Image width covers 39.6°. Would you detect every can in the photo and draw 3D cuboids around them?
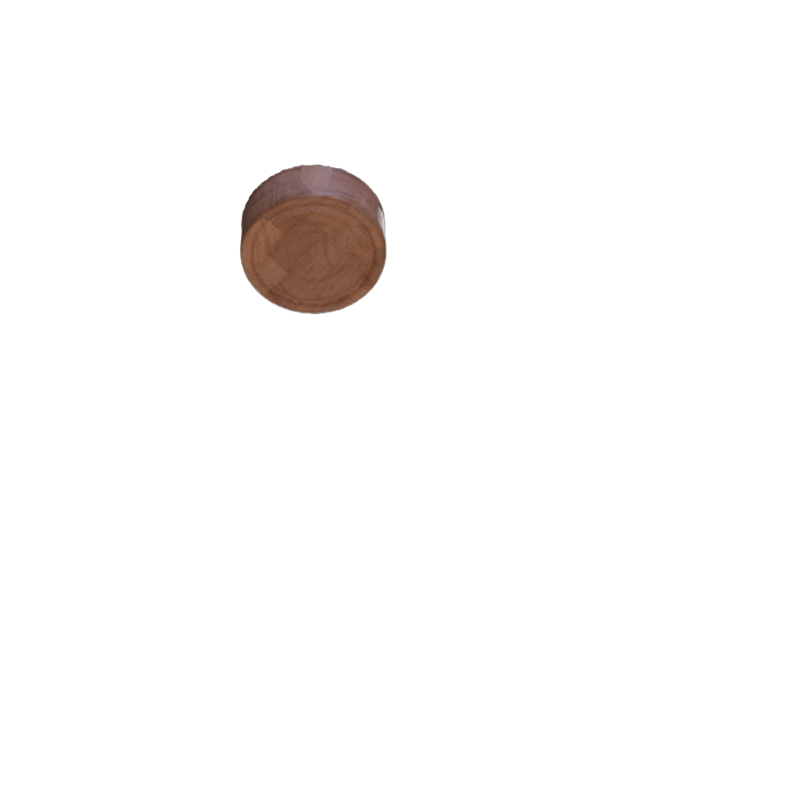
[{"bbox_3d":[-0.051,-0.092,0.645,0.086,0.080,0.036,1,38,-1],"label":"can"}]
